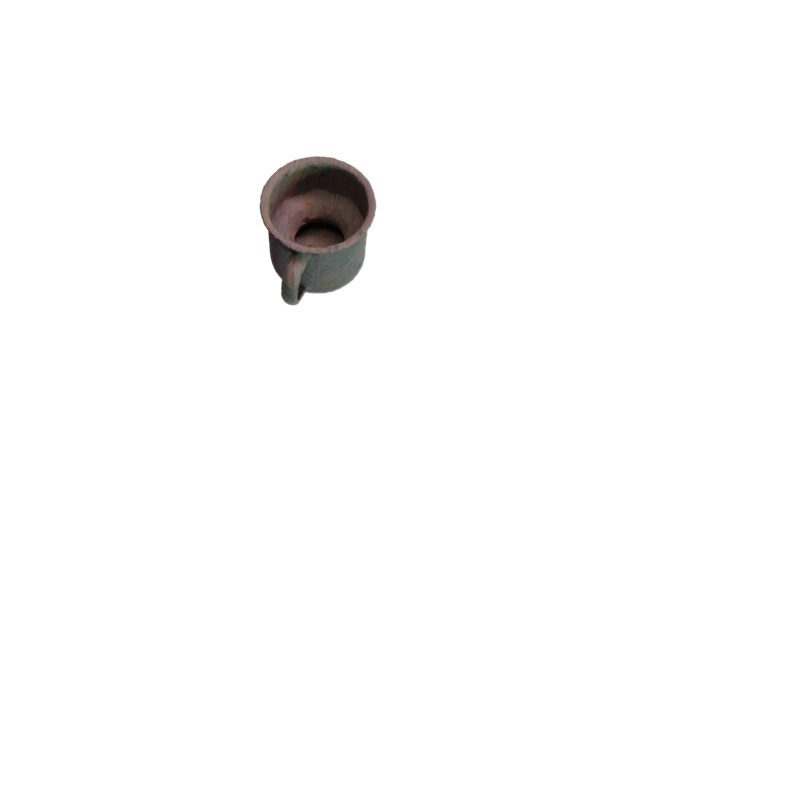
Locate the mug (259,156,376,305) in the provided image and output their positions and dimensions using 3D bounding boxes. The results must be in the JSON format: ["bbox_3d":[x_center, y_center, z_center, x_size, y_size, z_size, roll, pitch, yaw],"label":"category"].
[{"bbox_3d":[-0.071,-0.130,0.909,0.095,0.123,0.077,14,-28,6],"label":"mug"}]
